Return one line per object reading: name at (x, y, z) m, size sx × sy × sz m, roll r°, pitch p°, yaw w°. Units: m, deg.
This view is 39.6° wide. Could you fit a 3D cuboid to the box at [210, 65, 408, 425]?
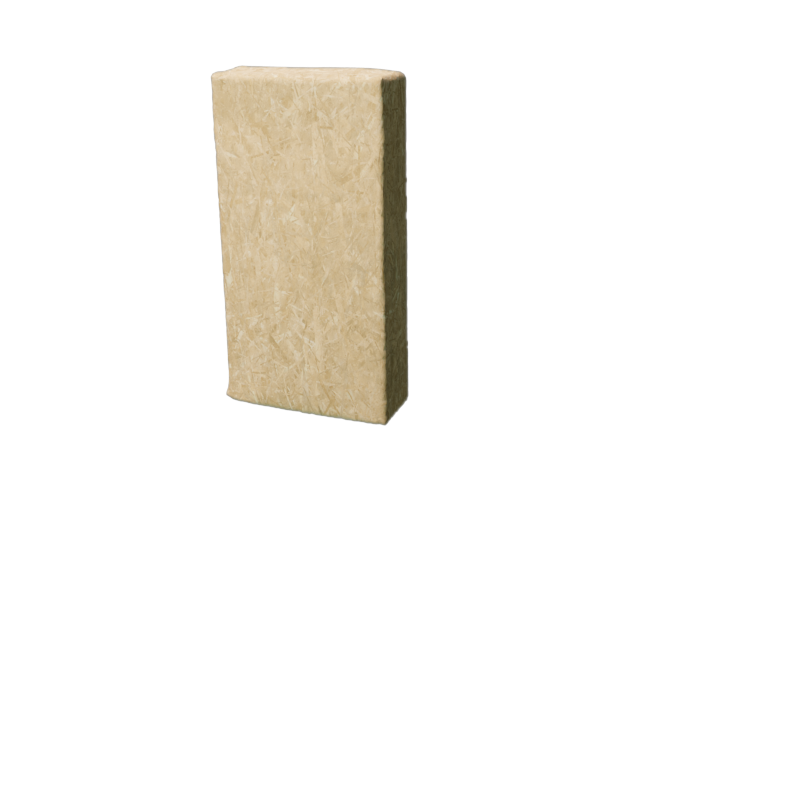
box at (-0.044, -0.081, 0.569) m, size 0.096 × 0.170 × 0.048 m, roll 7°, pitch 16°, yaw 21°
